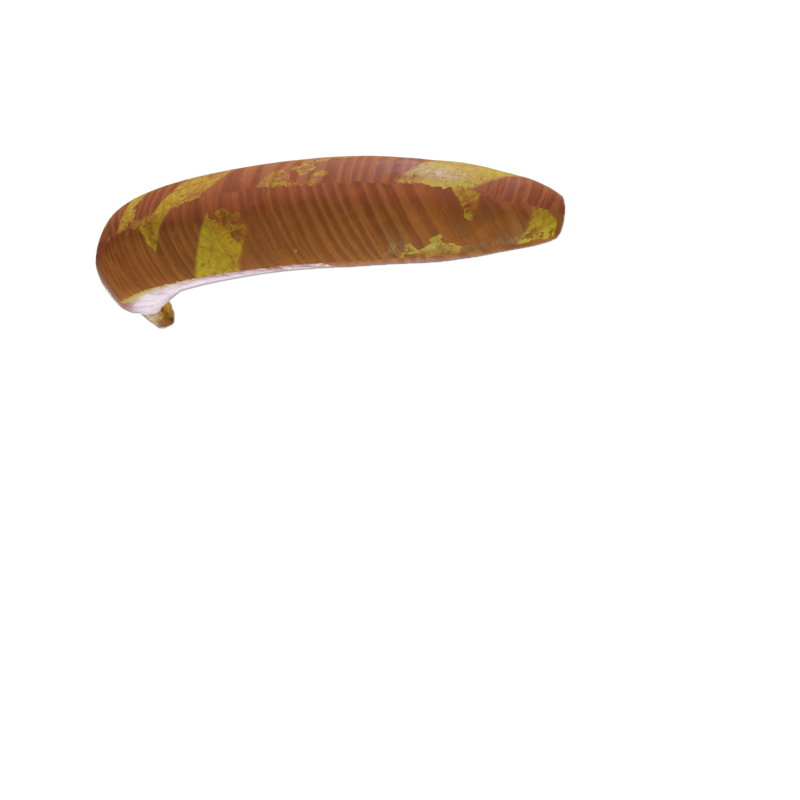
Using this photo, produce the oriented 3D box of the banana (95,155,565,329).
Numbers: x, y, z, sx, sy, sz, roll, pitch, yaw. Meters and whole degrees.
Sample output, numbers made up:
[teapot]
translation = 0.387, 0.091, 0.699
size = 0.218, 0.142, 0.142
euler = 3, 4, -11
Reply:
[banana]
translation = -0.045, -0.056, 0.375
size = 0.203, 0.038, 0.066
euler = -5, -9, 41
